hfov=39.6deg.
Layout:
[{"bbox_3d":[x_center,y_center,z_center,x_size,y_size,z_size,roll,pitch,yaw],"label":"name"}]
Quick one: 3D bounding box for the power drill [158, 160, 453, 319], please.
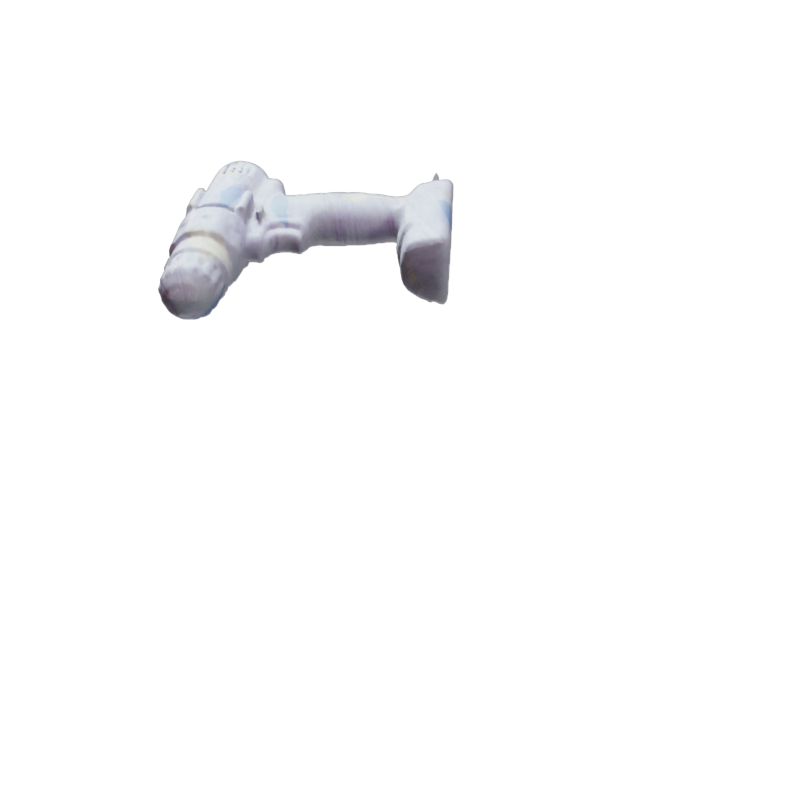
[{"bbox_3d":[-0.059,-0.108,0.755,0.190,0.054,0.195,4,35,6],"label":"power drill"}]
